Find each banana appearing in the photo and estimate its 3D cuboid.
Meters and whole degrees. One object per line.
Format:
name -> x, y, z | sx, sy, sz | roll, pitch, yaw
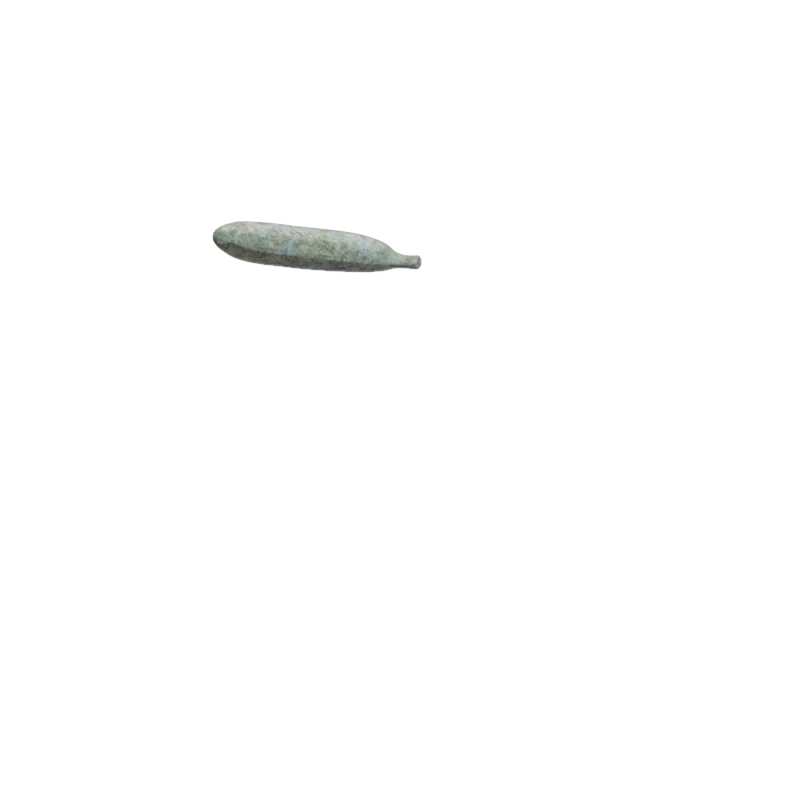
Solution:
banana -> -0.081, -0.134, 0.964 | 0.191, 0.037, 0.071 | 1, -4, -29
